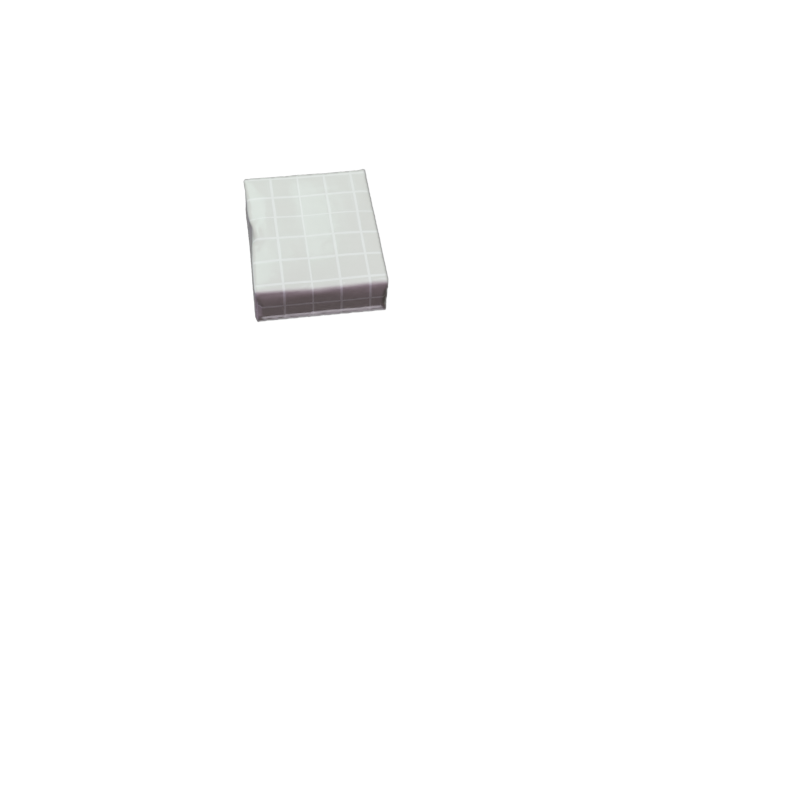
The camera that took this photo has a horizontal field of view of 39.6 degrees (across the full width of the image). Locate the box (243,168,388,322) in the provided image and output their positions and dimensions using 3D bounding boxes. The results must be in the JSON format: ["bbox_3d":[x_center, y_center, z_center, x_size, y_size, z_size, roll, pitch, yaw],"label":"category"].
[{"bbox_3d":[-0.049,-0.090,0.630,0.073,0.096,0.028,-6,-37,-5],"label":"box"}]
